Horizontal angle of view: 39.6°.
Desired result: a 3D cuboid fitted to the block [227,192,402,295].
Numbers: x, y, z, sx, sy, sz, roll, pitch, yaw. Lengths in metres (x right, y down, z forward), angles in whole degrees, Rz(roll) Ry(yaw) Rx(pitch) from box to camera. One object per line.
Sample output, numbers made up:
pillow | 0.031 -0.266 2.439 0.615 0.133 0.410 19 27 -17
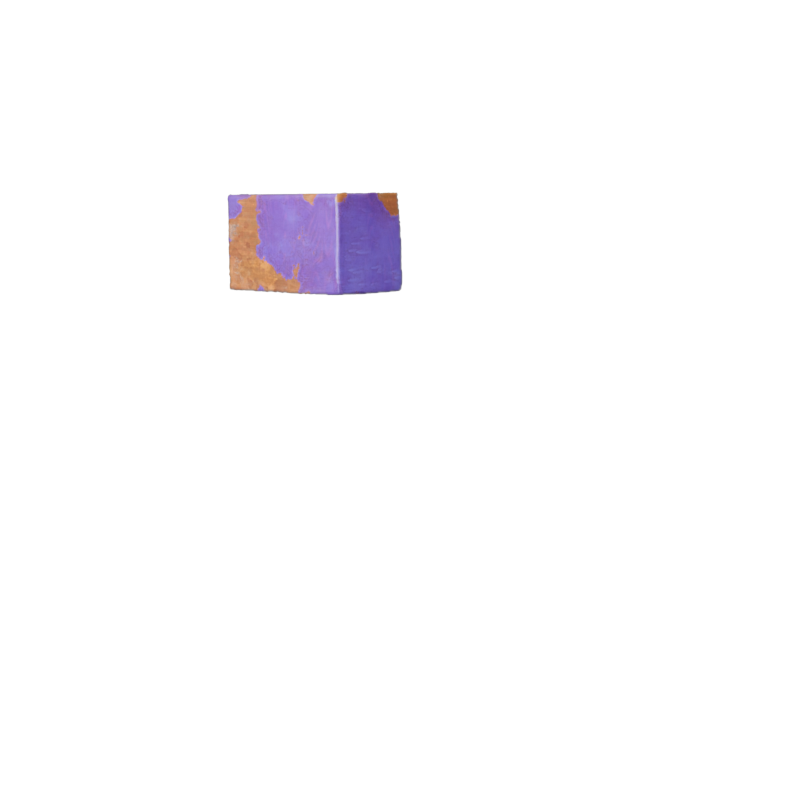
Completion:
block | -0.045 -0.082 0.577 0.081 0.051 0.051 6 8 37
